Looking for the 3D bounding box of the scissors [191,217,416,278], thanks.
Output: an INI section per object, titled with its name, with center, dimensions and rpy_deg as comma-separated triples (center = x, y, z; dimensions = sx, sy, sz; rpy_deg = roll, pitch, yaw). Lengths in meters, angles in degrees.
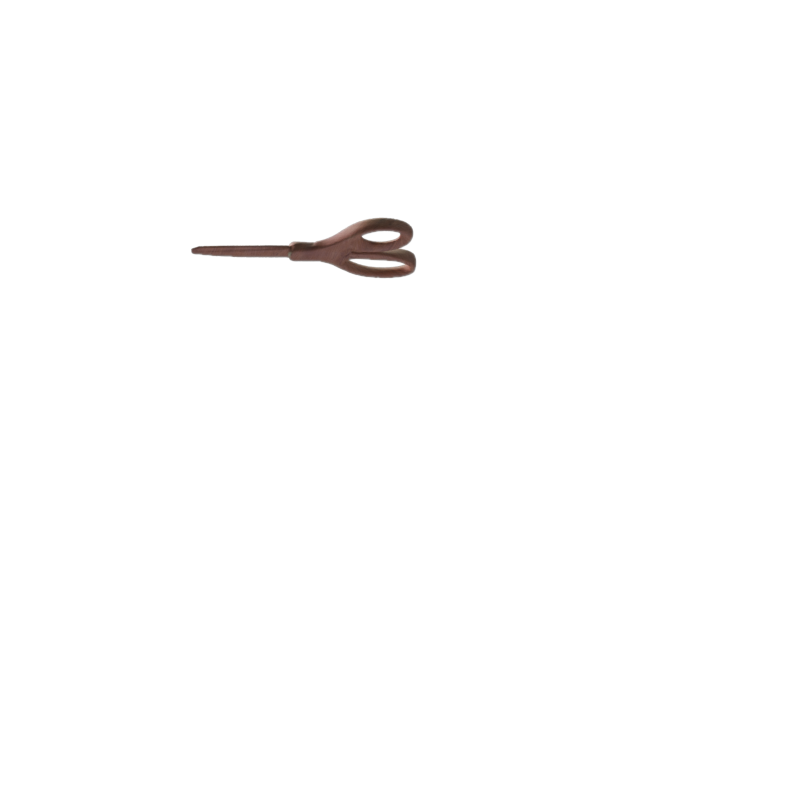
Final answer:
[scissors]
center = -0.077, -0.140, 0.978
dimensions = 0.197, 0.017, 0.093
rpy_deg = 7, -27, -15
